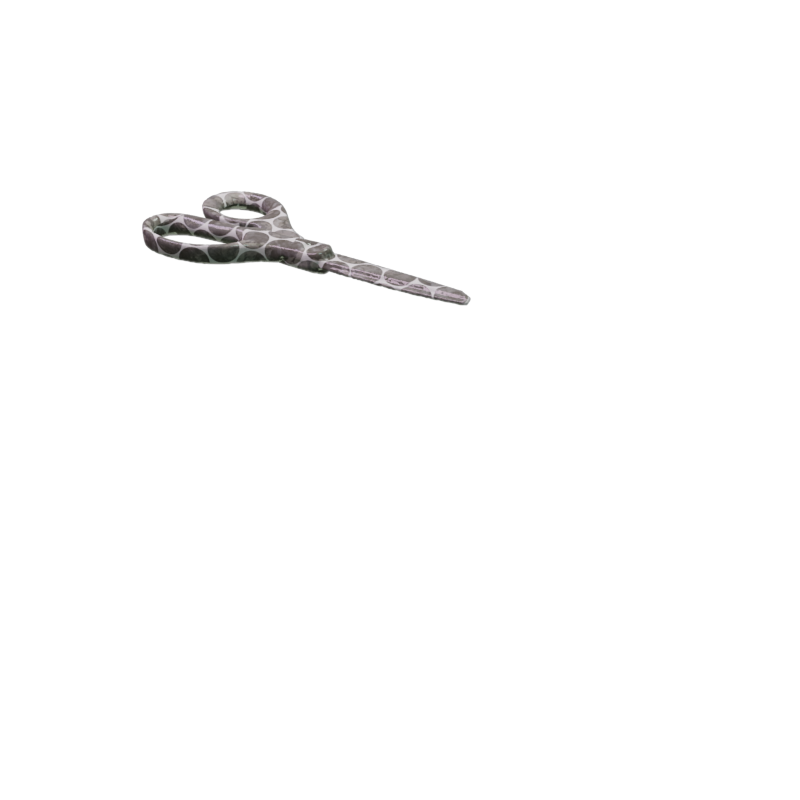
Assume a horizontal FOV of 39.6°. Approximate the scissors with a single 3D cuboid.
[{"bbox_3d":[-0.050,-0.092,0.644,0.207,0.015,0.099,10,32,15],"label":"scissors"}]
